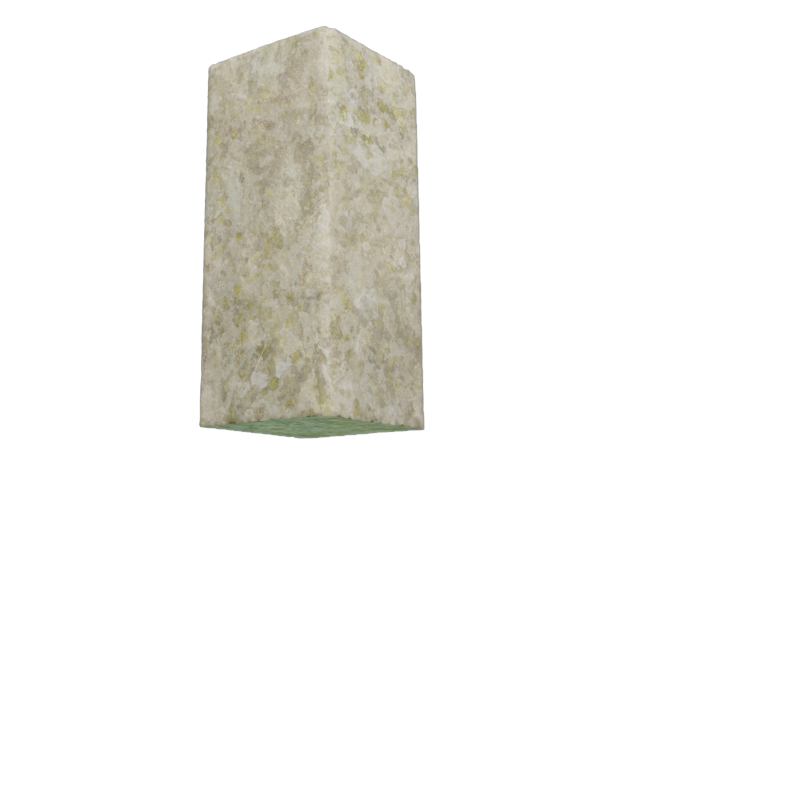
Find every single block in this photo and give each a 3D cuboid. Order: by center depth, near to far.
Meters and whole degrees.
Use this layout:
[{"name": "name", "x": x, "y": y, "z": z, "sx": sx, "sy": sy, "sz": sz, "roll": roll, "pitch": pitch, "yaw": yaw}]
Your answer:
[{"name": "block", "x": -0.048, "y": -0.088, "z": 0.617, "sx": 0.092, "sy": 0.213, "sz": 0.086, "roll": -11, "pitch": -17, "yaw": 35}]
